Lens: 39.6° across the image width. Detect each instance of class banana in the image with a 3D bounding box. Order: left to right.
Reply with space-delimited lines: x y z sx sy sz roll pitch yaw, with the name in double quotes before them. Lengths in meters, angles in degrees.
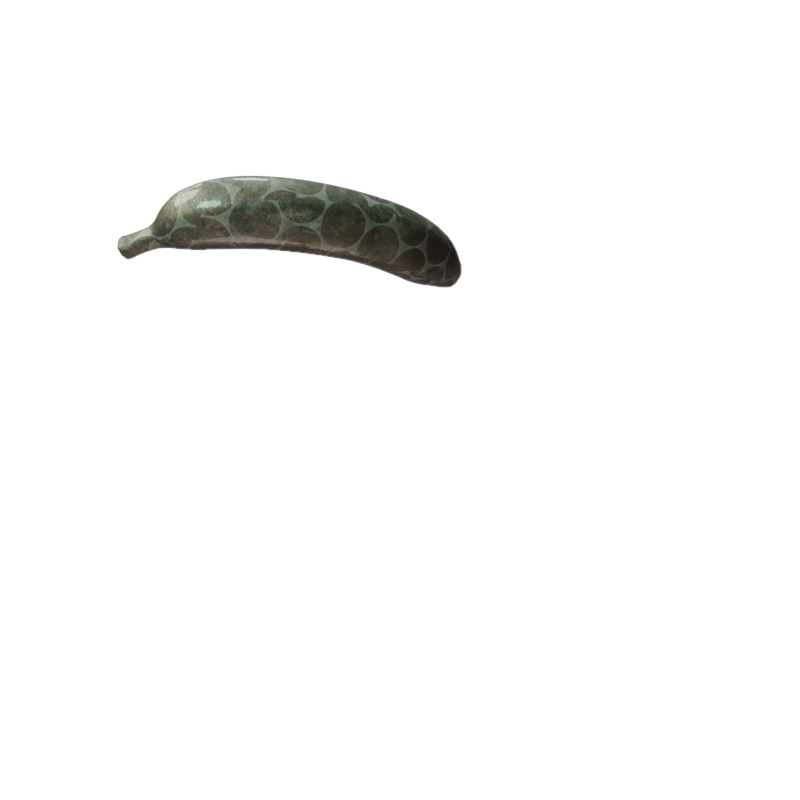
"banana" -0.040 -0.087 0.570 0.191 0.038 0.070 4 -11 -26
